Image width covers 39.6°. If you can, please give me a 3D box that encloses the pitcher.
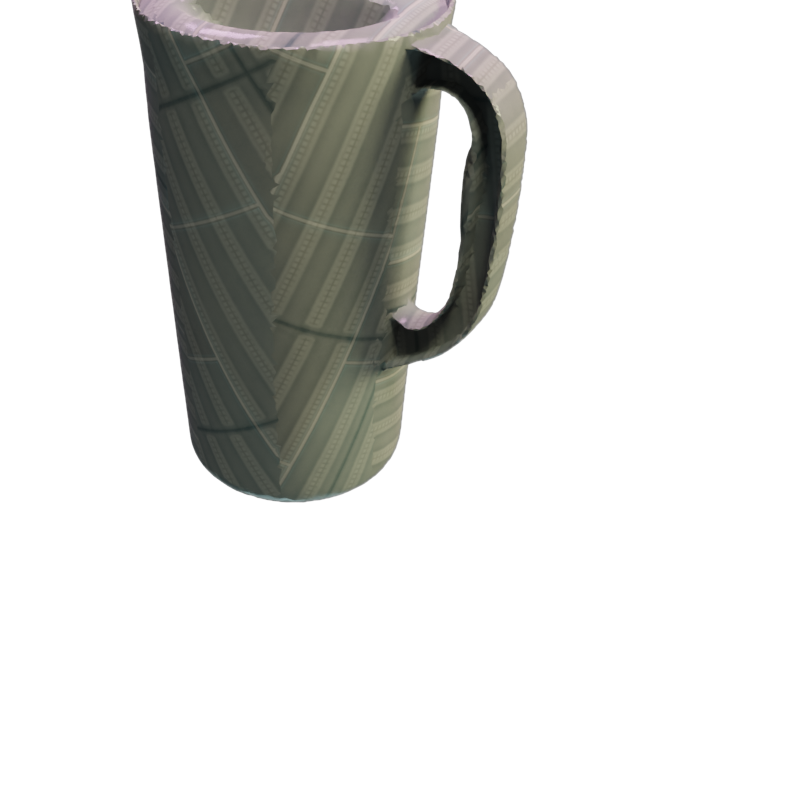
[{"bbox_3d":[-0.040,-0.072,0.505,0.143,0.228,0.161,-6,34,-12],"label":"pitcher"}]
